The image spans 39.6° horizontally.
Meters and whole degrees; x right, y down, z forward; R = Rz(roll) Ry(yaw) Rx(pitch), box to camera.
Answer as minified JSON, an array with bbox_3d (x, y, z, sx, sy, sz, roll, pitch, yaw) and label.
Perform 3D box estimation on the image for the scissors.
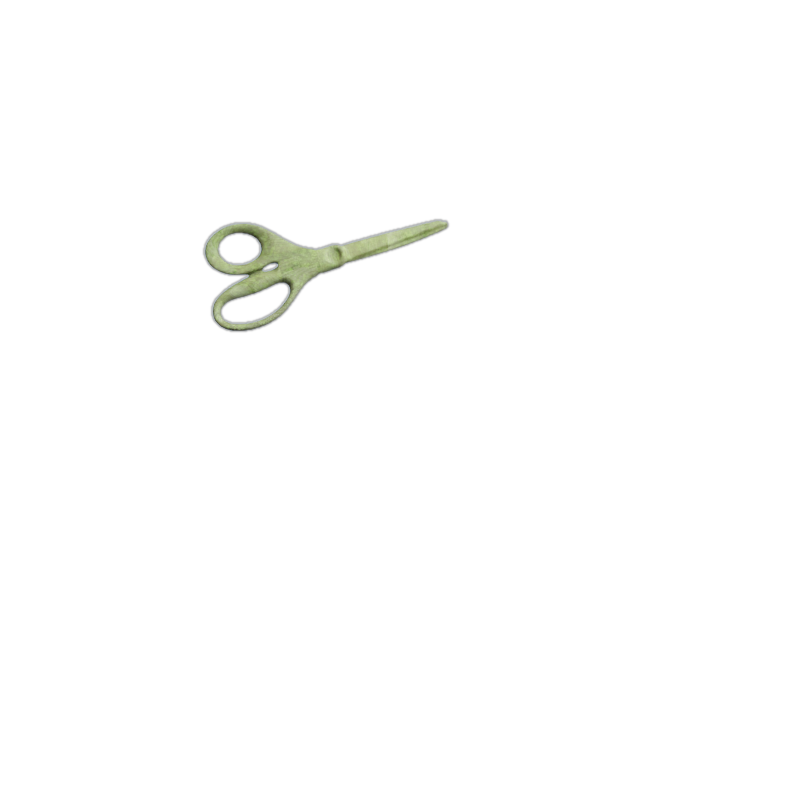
[{"bbox_3d":[-0.070,-0.128,0.898,0.202,0.099,0.015,-32,-12,-8],"label":"scissors"}]
